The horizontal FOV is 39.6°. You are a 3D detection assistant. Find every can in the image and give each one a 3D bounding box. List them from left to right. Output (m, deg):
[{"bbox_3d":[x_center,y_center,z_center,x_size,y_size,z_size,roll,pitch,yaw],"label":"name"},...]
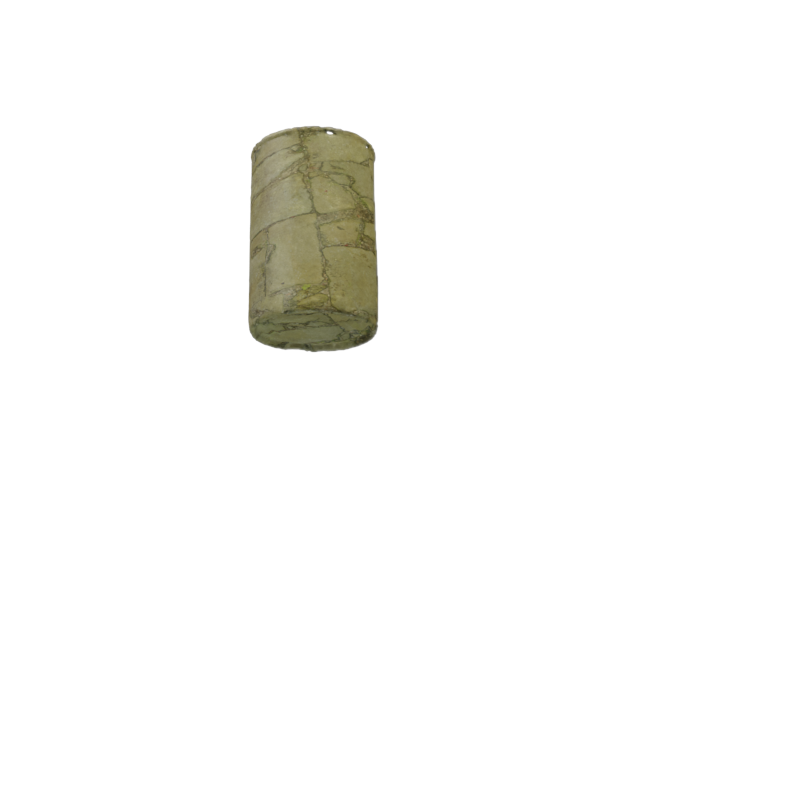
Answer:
[{"bbox_3d":[-0.046,-0.083,0.584,0.068,0.107,0.065,0,-21,-2],"label":"can"}]
